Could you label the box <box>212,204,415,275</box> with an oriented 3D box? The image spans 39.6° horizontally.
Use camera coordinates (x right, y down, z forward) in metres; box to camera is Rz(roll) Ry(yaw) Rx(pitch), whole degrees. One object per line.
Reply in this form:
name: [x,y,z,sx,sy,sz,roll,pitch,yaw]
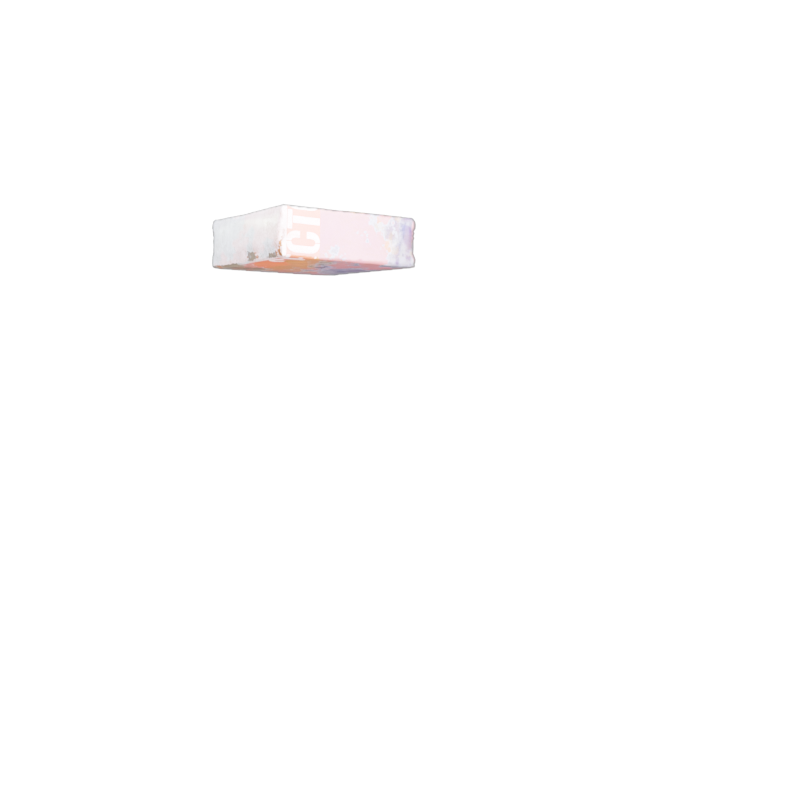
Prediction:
box: [-0.048,-0.087,0.609,0.086,0.030,0.075,-1,1,-36]
